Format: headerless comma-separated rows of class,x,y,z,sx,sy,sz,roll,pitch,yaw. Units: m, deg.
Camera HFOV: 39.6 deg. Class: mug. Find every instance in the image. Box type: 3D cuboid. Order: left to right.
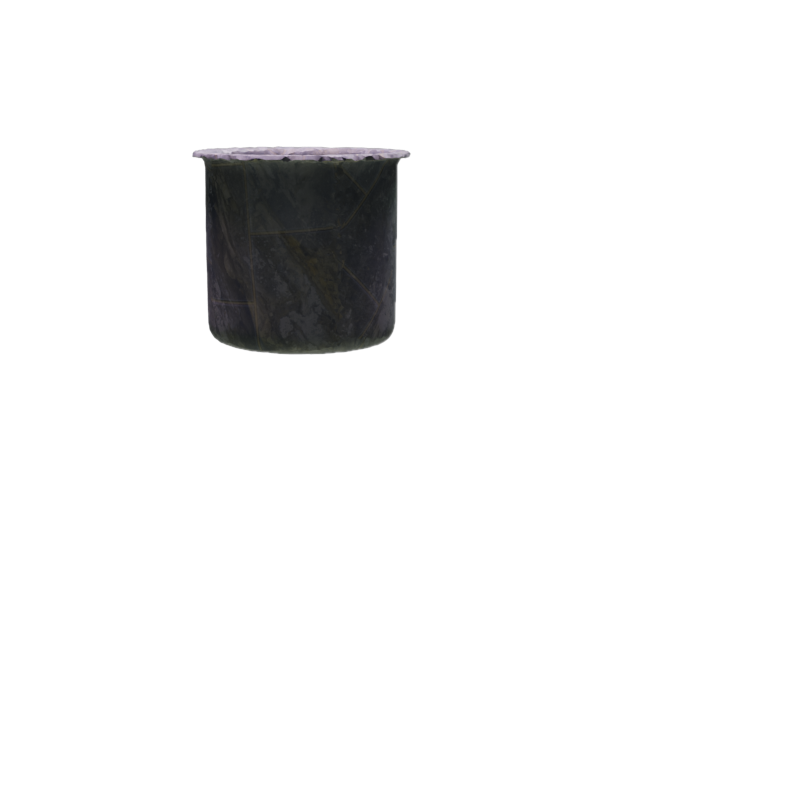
mug,-0.038,-0.070,0.489,0.096,0.080,0.116,5,13,21
